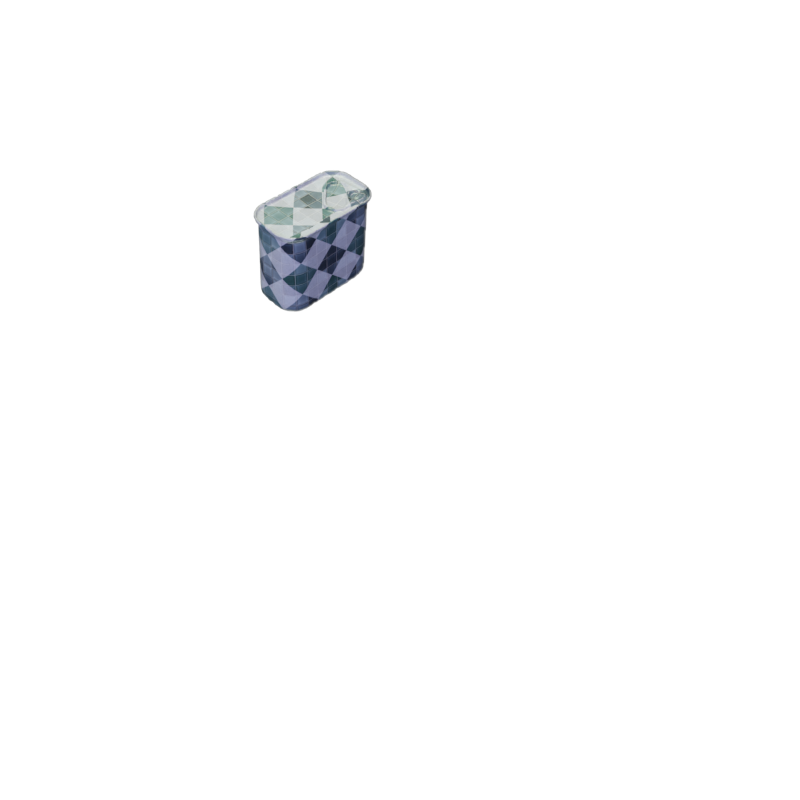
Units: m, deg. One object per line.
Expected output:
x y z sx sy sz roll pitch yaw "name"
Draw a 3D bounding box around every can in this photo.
-0.074 -0.135 0.947 0.061 0.078 0.102 35 52 30 "can"
